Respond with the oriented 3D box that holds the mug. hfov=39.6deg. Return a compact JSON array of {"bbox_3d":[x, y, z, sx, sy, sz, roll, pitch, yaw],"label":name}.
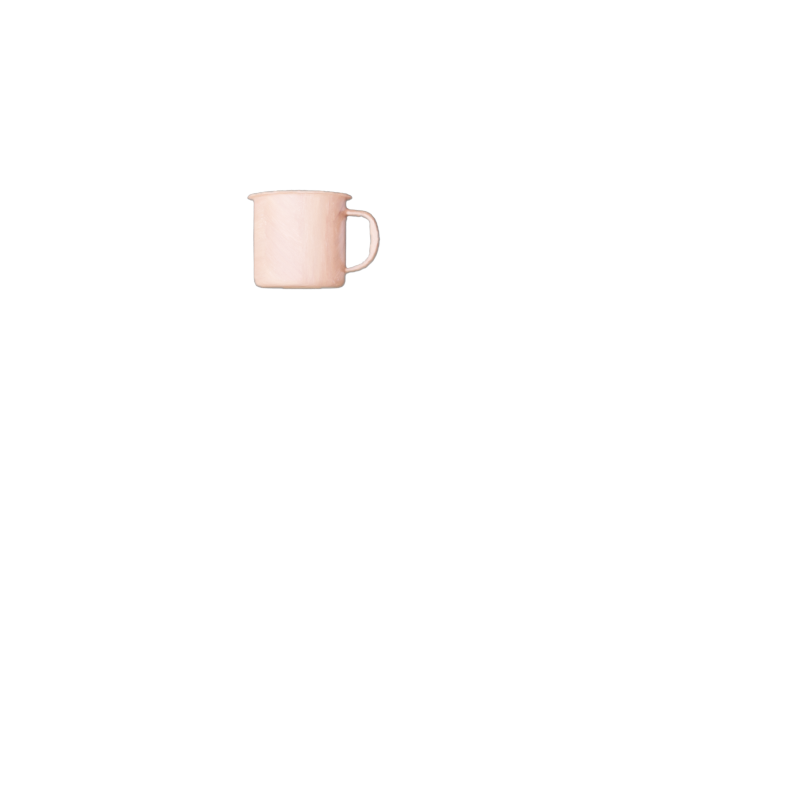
[{"bbox_3d":[-0.077,-0.140,0.978,0.117,0.082,0.093,0,0,1],"label":"mug"}]
